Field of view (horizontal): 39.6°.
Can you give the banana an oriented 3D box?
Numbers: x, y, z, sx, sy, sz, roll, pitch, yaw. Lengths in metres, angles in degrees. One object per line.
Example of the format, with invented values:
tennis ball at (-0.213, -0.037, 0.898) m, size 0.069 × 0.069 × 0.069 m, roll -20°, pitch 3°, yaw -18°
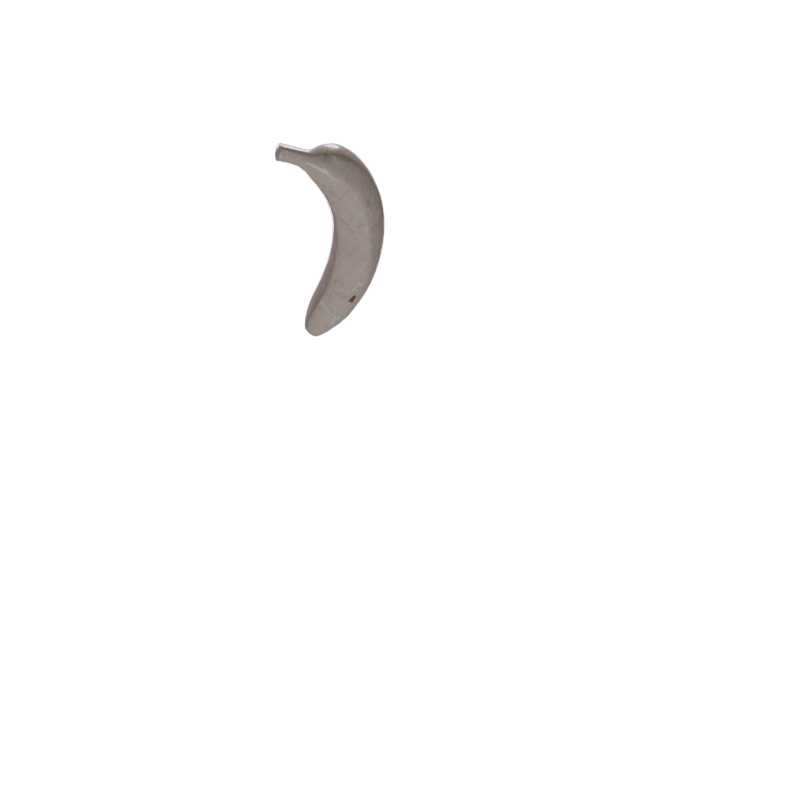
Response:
banana at (-0.045, -0.120, 0.809) m, size 0.070 × 0.039 × 0.183 m, roll -3°, pitch -41°, yaw 2°
